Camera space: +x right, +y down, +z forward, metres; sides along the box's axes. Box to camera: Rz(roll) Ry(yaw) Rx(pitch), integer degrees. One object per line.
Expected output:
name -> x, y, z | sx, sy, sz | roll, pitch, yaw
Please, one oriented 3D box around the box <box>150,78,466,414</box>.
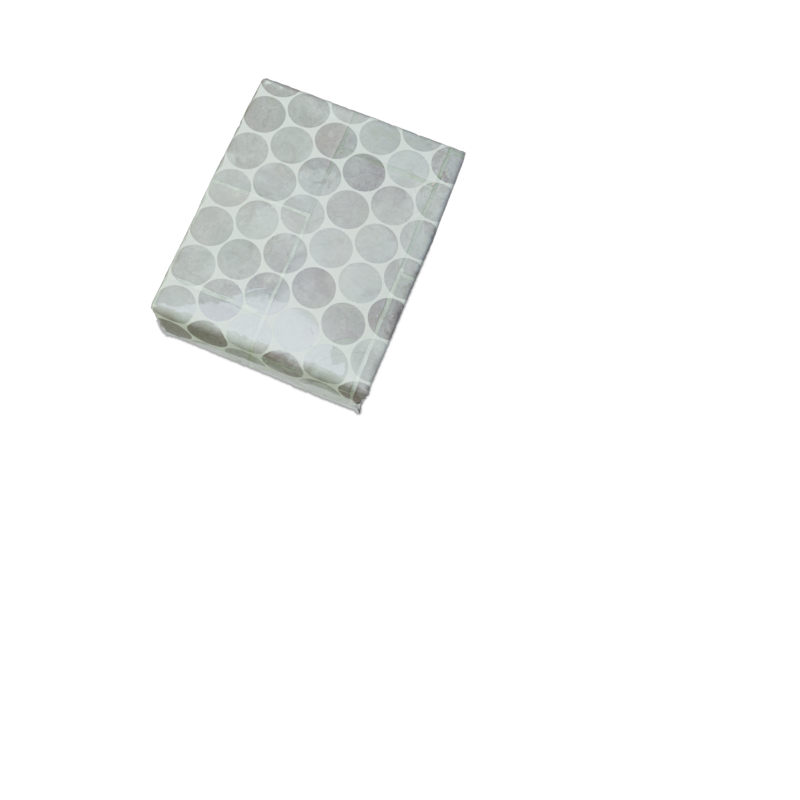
box -> -0.035, -0.064, 0.446 | 0.091, 0.117, 0.037 | 20, -18, 6
